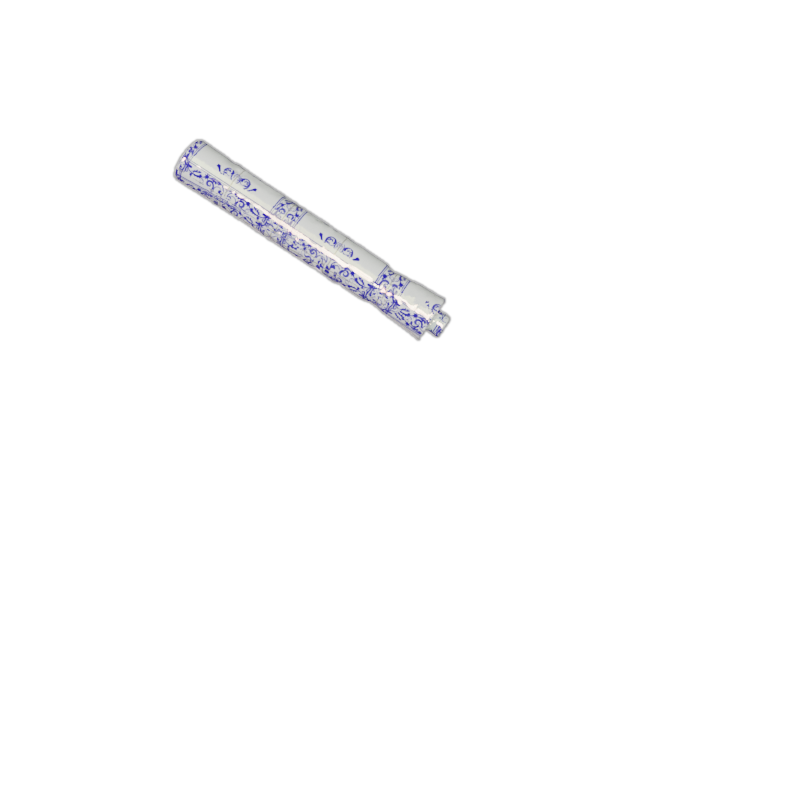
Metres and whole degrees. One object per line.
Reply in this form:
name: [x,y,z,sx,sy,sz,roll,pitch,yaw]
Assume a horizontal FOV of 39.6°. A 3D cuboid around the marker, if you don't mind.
marker: [-0.034,-0.061,0.429,0.124,0.020,0.019,34,8,9]
